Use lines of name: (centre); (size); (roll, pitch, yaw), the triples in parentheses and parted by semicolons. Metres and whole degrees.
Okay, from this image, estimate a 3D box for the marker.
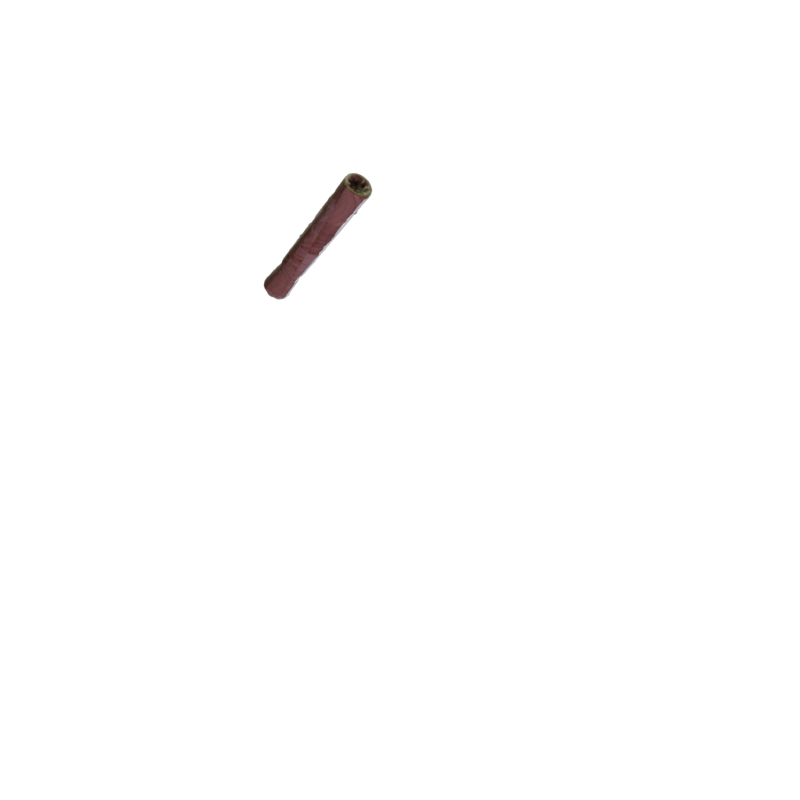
marker: (-0.055, -0.099, 0.696); (0.019, 0.021, 0.118); (-2, -27, -36)
